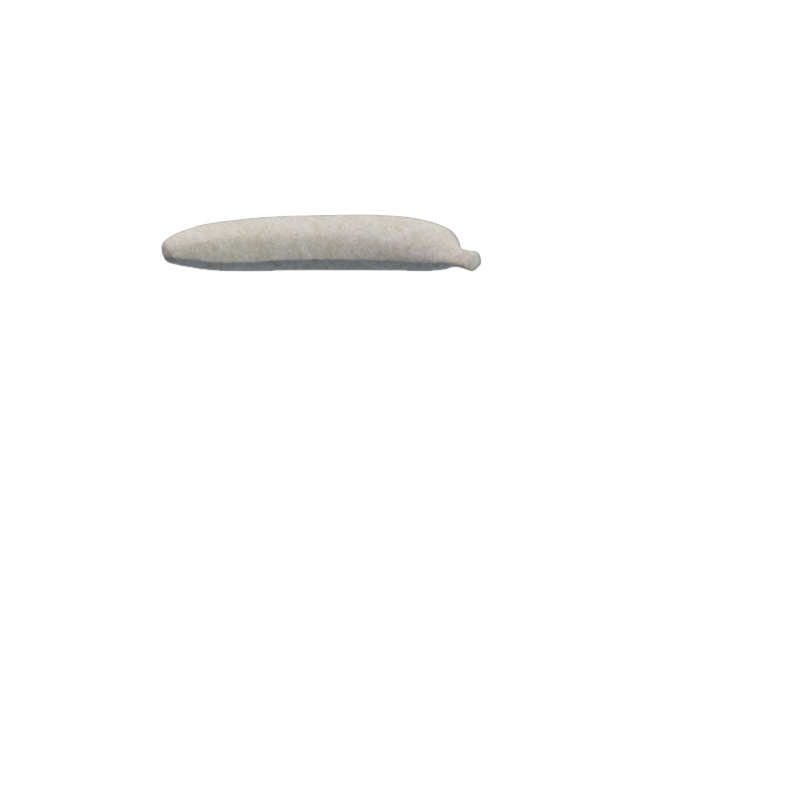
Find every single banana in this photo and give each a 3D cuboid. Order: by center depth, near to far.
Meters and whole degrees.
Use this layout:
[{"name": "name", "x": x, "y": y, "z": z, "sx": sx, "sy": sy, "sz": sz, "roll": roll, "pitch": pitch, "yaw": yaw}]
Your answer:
[{"name": "banana", "x": -0.049, "y": -0.100, "z": 0.706, "sx": 0.200, "sy": 0.037, "sz": 0.069, "roll": 1, "pitch": 5, "yaw": 7}]
